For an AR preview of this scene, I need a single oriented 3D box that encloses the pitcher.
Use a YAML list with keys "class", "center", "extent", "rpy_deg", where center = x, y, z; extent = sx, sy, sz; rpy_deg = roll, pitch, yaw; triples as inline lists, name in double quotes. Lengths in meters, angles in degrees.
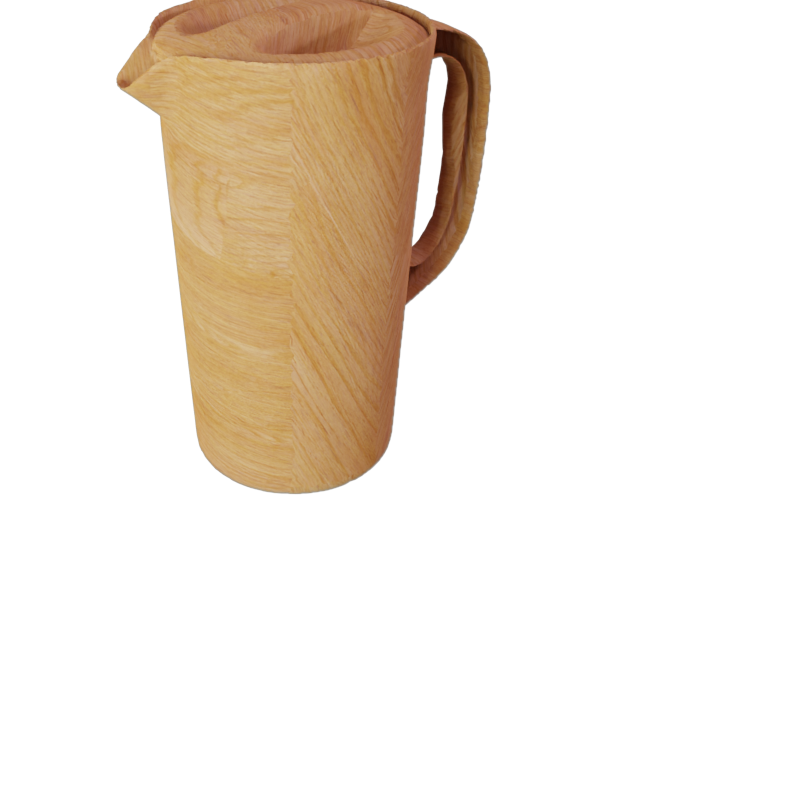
- class: "pitcher"
  center: [-0.044, -0.081, 0.566]
  extent: [0.153, 0.229, 0.150]
  rpy_deg: [10, 30, 15]
